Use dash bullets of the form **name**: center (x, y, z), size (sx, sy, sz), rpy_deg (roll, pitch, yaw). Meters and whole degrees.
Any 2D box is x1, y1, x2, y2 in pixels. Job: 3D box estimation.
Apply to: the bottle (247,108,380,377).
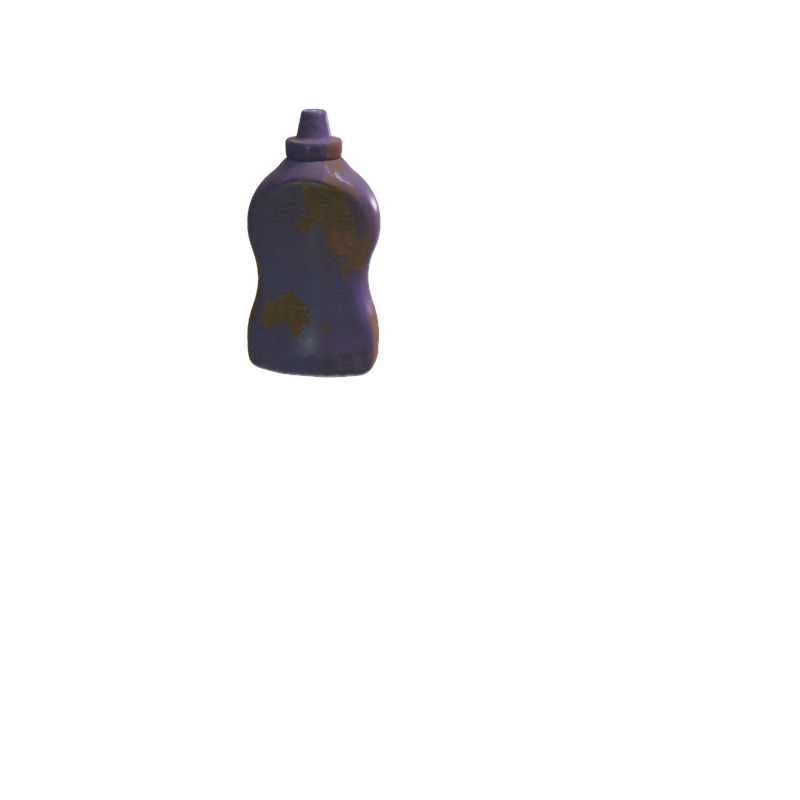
- **bottle**: center (-0.063, -0.115, 0.807), size (0.098, 0.185, 0.059), rpy_deg (5, 16, 12)
